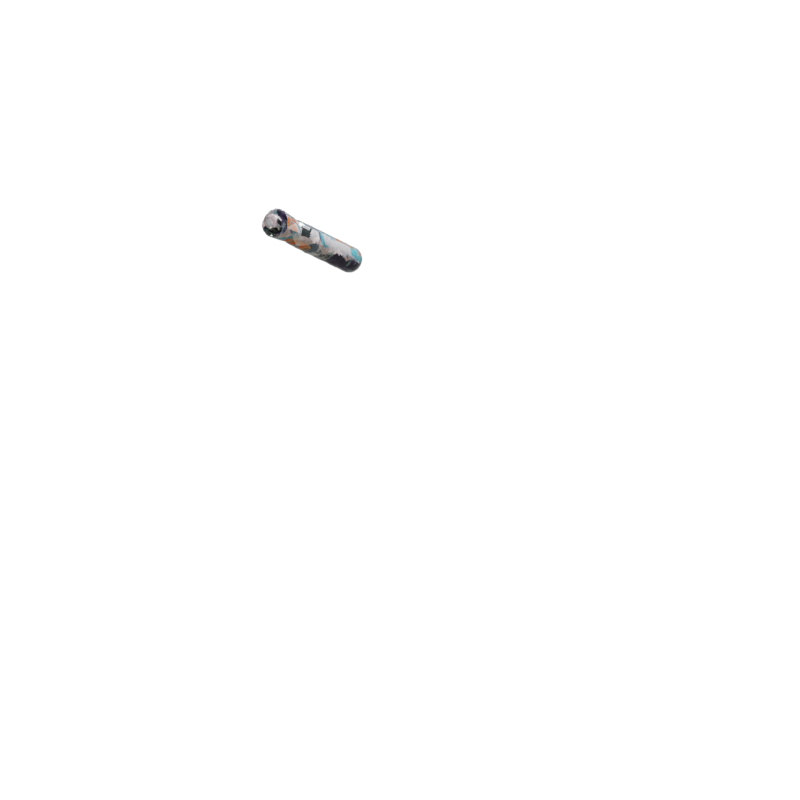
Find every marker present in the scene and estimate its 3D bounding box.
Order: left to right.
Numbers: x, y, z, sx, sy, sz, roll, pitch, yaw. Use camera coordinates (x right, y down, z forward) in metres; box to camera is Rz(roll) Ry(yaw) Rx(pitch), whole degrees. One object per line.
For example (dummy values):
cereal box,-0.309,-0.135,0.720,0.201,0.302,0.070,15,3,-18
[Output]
marker,-0.058,-0.106,0.745,0.020,0.020,0.115,2,-5,24
